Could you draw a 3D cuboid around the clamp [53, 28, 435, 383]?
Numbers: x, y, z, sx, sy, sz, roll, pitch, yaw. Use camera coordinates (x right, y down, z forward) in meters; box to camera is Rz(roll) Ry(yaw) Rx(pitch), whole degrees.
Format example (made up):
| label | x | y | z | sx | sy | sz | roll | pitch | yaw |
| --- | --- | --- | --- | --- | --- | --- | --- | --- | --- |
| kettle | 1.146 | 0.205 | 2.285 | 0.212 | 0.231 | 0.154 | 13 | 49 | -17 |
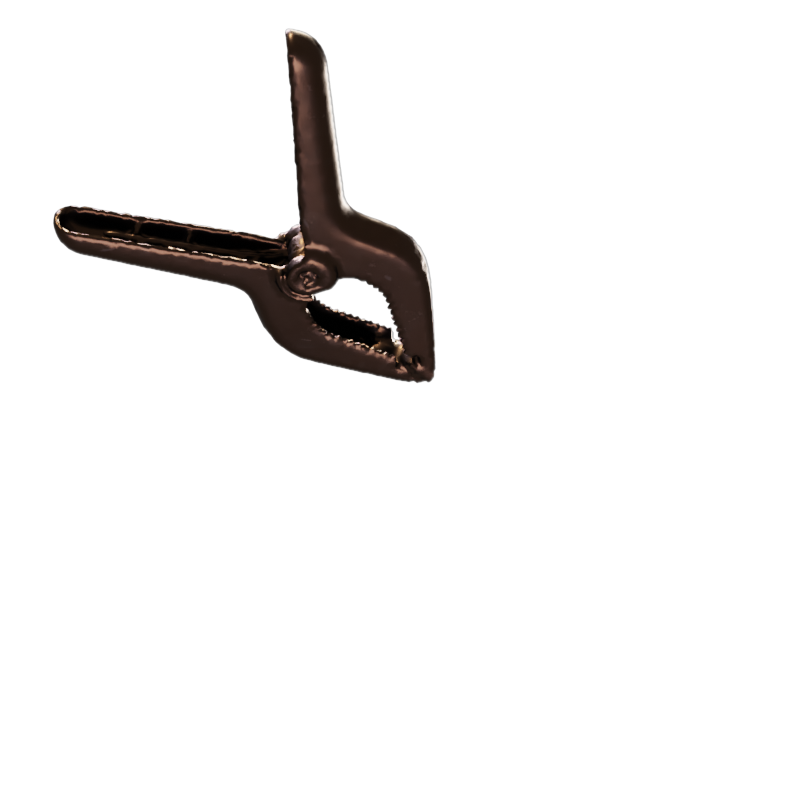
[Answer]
| label | x | y | z | sx | sy | sz | roll | pitch | yaw |
| --- | --- | --- | --- | --- | --- | --- | --- | --- | --- |
| clamp | -0.044 | -0.079 | 0.556 | 0.198 | 0.039 | 0.162 | 35 | -57 | -28 |
